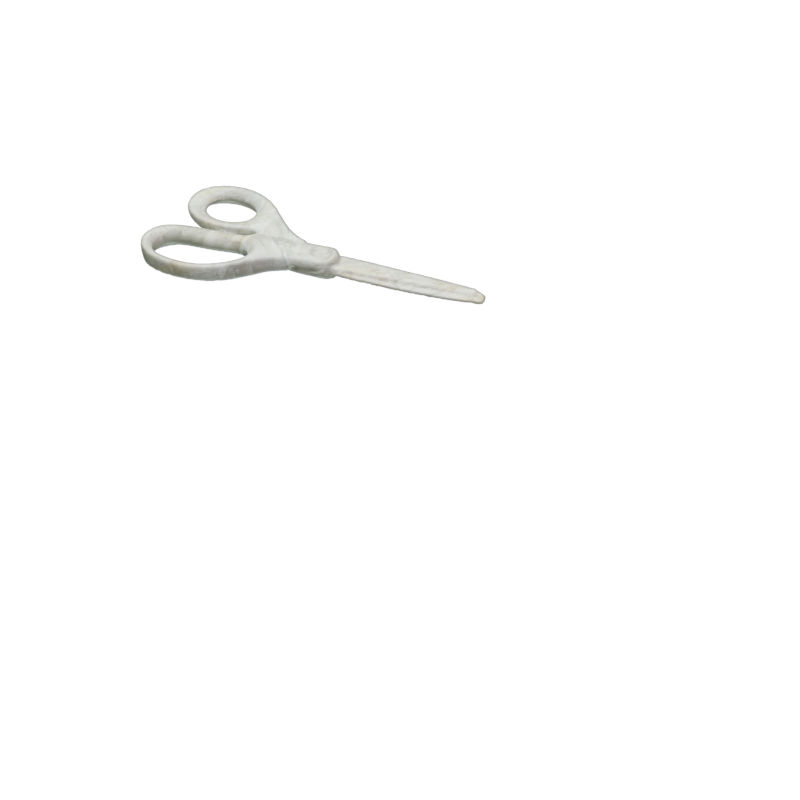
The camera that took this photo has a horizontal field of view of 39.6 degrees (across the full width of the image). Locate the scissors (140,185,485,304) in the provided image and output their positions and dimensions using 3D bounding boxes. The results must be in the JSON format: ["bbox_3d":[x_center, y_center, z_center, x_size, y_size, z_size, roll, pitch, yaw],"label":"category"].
[{"bbox_3d":[-0.052,-0.094,0.662,0.203,0.015,0.102,4,41,4],"label":"scissors"}]
